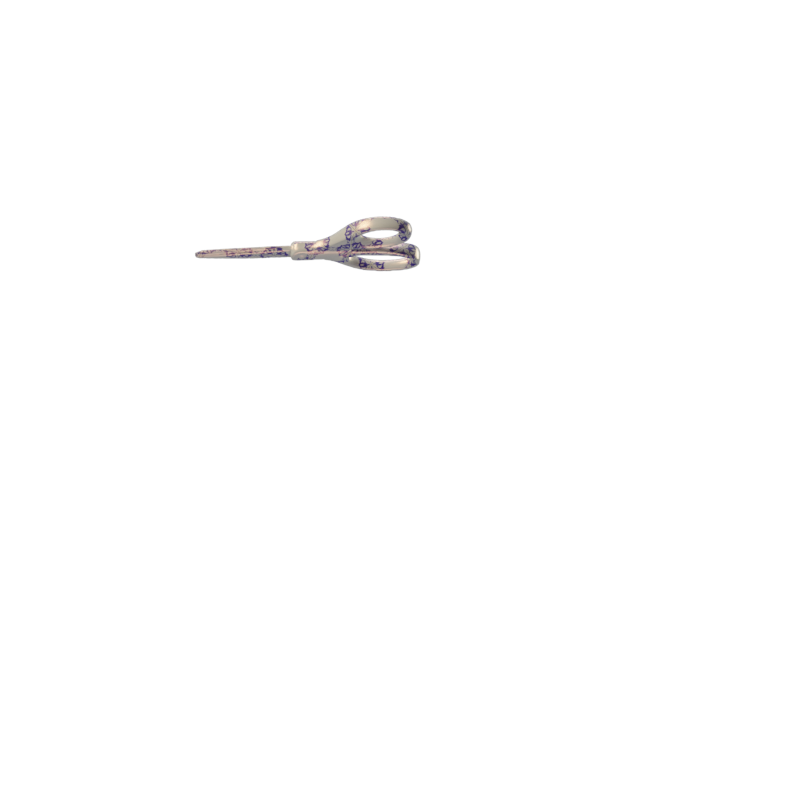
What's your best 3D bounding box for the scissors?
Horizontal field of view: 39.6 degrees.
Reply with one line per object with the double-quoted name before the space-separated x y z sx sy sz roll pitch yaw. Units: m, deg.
"scissors" -0.077 -0.140 0.980 0.199 0.017 0.092 4 -21 -10
